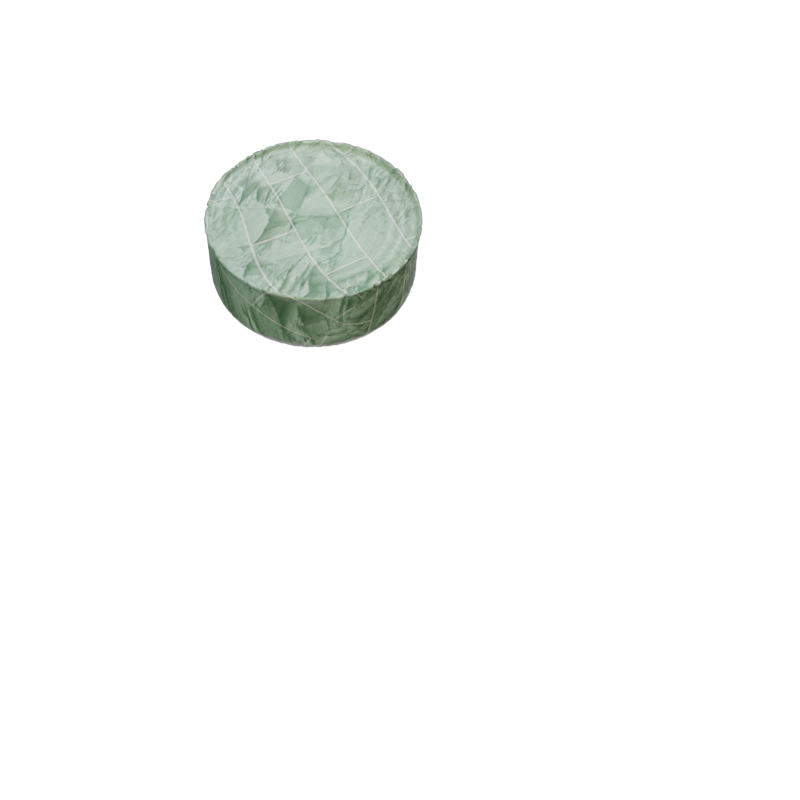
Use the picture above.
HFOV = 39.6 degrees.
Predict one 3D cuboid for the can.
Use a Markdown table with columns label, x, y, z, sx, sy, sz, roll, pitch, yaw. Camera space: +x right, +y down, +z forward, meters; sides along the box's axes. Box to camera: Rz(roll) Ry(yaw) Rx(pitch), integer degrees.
| label | x | y | z | sx | sy | sz | roll | pitch | yaw |
| --- | --- | --- | --- | --- | --- | --- | --- | --- | --- |
| can | -0.035 | -0.064 | 0.447 | 0.086 | 0.092 | 0.031 | -1 | -38 | -1 |
